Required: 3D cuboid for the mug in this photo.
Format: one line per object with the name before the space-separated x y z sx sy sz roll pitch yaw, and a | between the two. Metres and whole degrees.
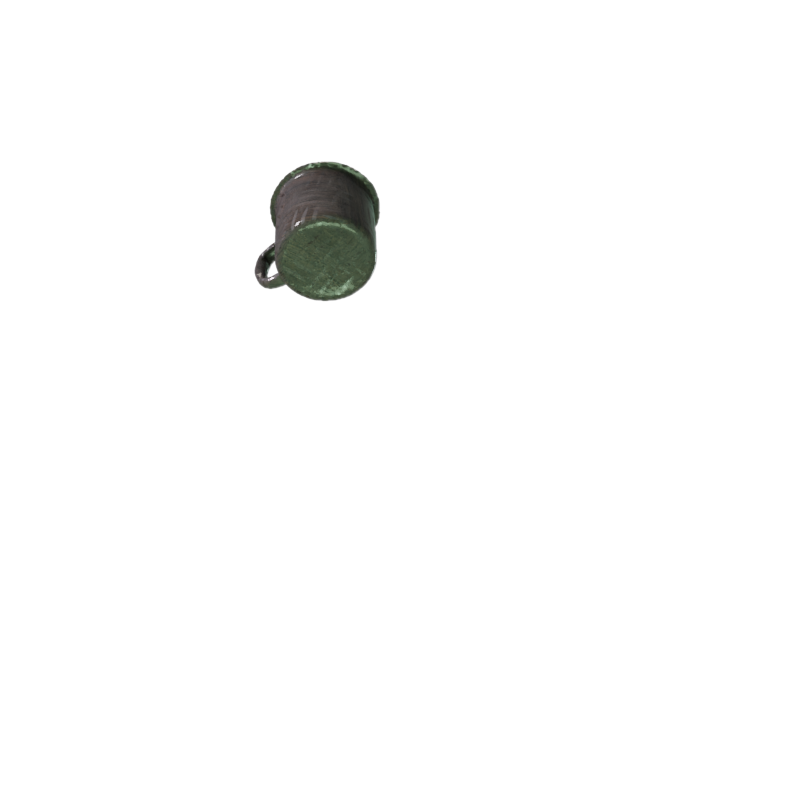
mug | -0.071 -0.129 0.906 0.117 0.087 0.087 -28 33 18
